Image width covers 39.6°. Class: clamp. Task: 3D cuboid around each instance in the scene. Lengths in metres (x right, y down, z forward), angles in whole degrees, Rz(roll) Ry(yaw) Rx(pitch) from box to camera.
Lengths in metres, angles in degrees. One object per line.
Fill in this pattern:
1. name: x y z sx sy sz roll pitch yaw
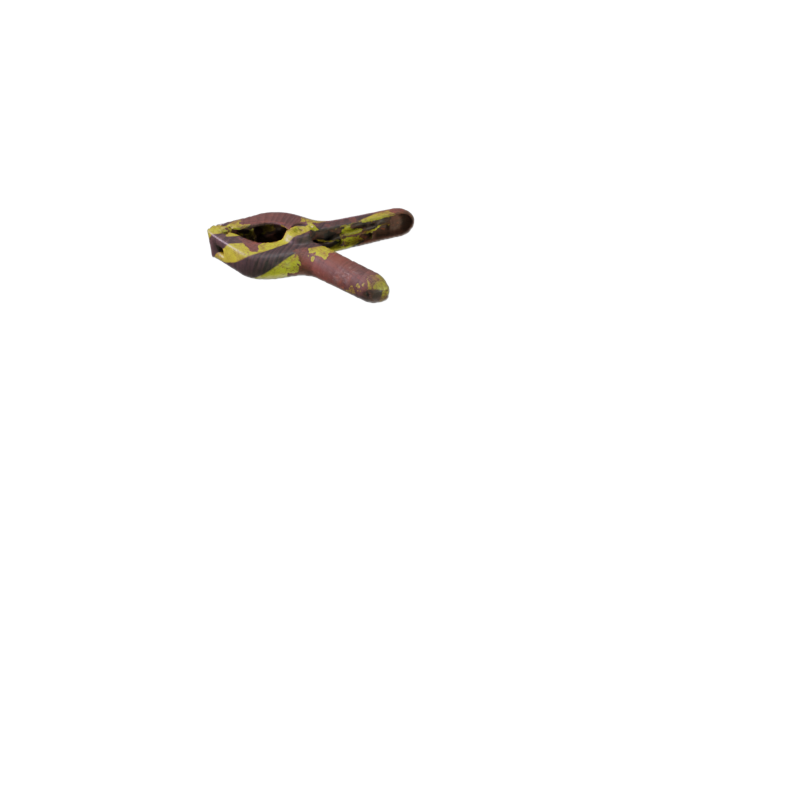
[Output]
1. clamp: -0.072 -0.132 0.924 0.177 0.037 0.124 13 35 19
